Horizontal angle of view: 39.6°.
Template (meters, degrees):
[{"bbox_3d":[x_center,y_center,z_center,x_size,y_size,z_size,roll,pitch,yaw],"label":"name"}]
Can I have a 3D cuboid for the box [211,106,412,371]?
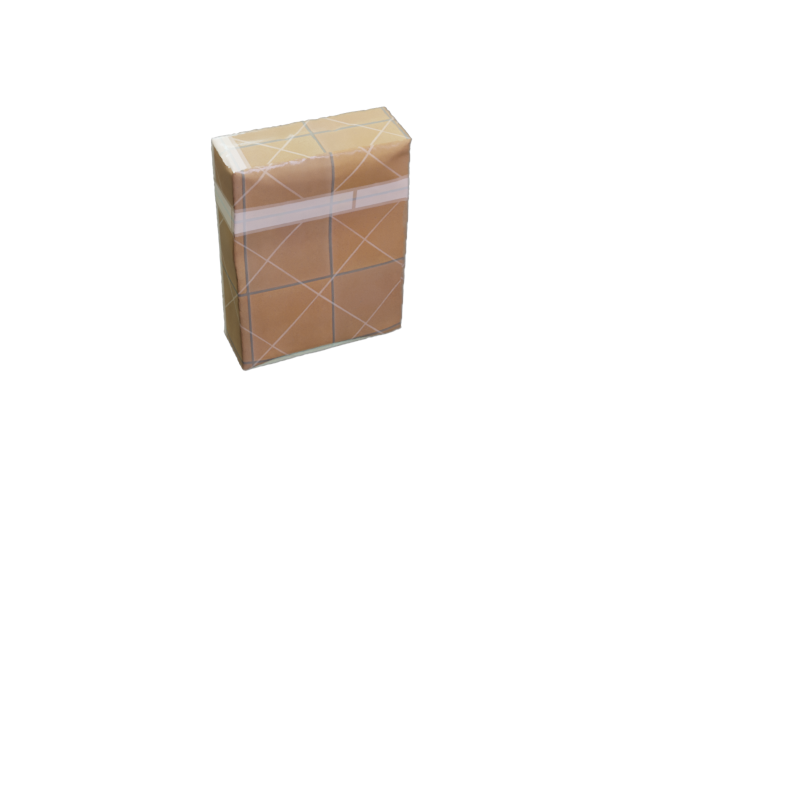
[{"bbox_3d":[-0.078,-0.142,0.995,0.162,0.200,0.078,-14,41,-19],"label":"box"}]
